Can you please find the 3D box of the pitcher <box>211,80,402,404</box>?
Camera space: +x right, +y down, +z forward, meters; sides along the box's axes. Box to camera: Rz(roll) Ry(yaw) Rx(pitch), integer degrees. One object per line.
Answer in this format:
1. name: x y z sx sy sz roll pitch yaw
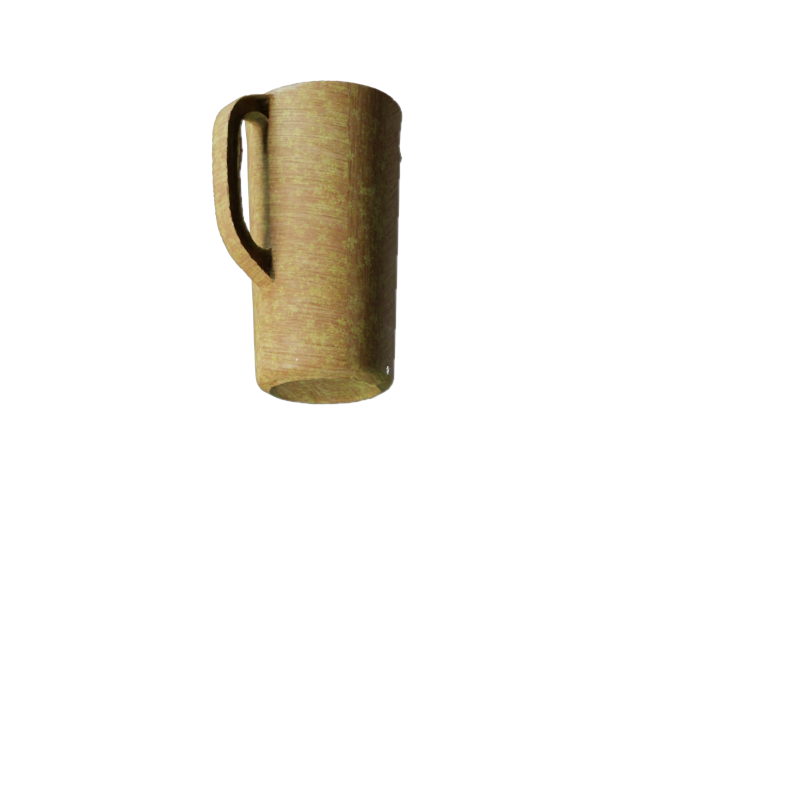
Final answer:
1. pitcher: -0.070 -0.127 0.891 0.150 0.254 0.138 -2 -18 2
